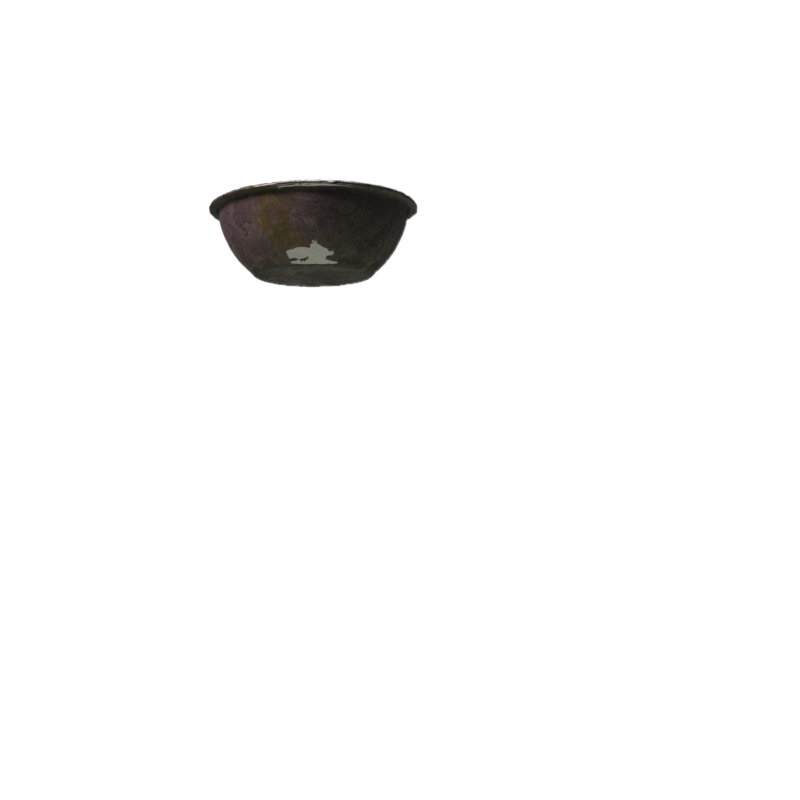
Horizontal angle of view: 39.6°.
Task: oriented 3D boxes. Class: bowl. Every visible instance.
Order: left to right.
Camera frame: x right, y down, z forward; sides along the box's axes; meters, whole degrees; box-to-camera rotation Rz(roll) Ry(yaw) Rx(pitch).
[{"bbox_3d":[-0.067,-0.122,0.854,0.162,0.056,0.159,0,-6,-2],"label":"bowl"}]
